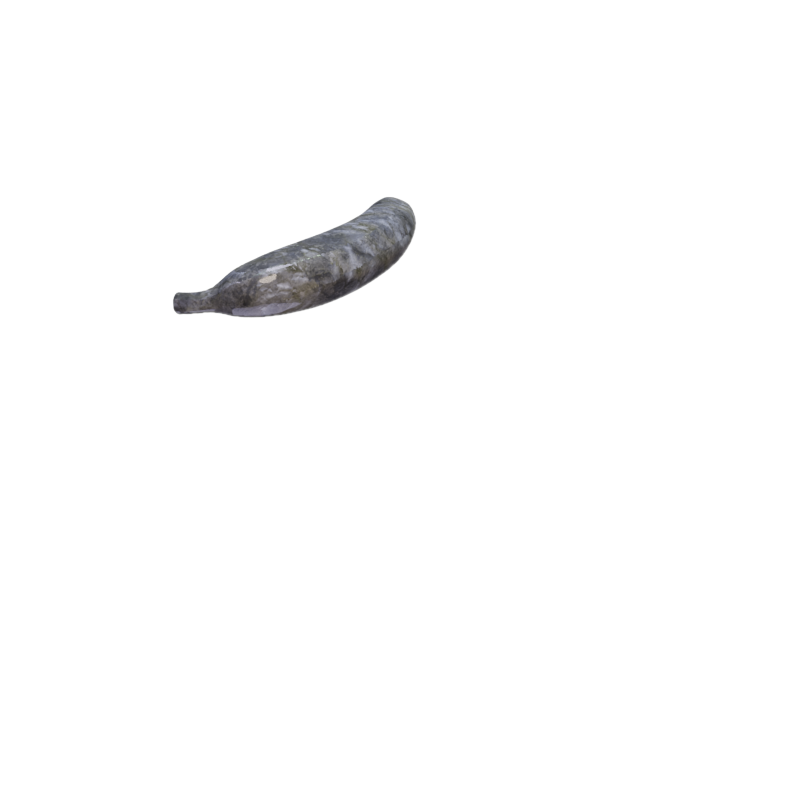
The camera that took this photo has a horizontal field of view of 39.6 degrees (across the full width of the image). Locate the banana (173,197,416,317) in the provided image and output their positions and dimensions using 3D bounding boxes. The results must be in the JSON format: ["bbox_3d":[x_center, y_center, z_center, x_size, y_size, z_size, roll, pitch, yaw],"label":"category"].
[{"bbox_3d":[-0.040,-0.088,0.652,0.074,0.035,0.197,19,33,34],"label":"banana"}]
